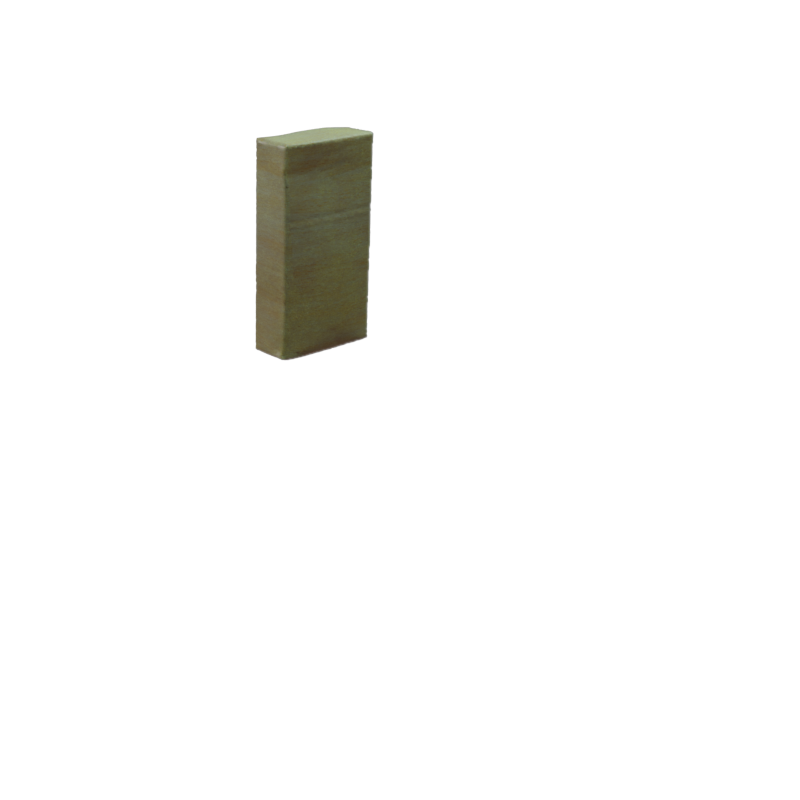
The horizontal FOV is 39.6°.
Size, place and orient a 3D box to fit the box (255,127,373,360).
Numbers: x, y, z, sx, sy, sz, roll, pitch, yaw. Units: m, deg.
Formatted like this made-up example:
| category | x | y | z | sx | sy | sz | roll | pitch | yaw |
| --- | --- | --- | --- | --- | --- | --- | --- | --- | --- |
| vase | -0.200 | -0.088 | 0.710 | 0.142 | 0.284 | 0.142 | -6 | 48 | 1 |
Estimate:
| category | x | y | z | sx | sy | sz | roll | pitch | yaw |
| --- | --- | --- | --- | --- | --- | --- | --- | --- | --- |
| box | -0.070 | -0.127 | 0.889 | 0.091 | 0.170 | 0.051 | -14 | 21 | -42 |
